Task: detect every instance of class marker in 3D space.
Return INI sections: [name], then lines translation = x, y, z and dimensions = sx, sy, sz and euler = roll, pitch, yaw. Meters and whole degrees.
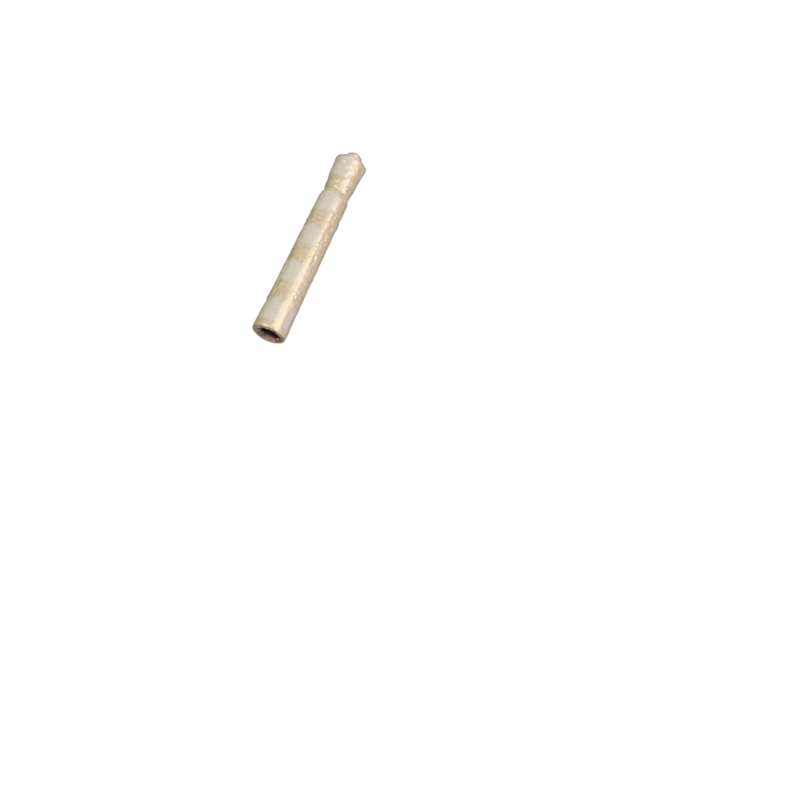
[marker]
translation = -0.047, -0.086, 0.602
dimensions = 0.020, 0.126, 0.019
euler = 19, -26, 7
